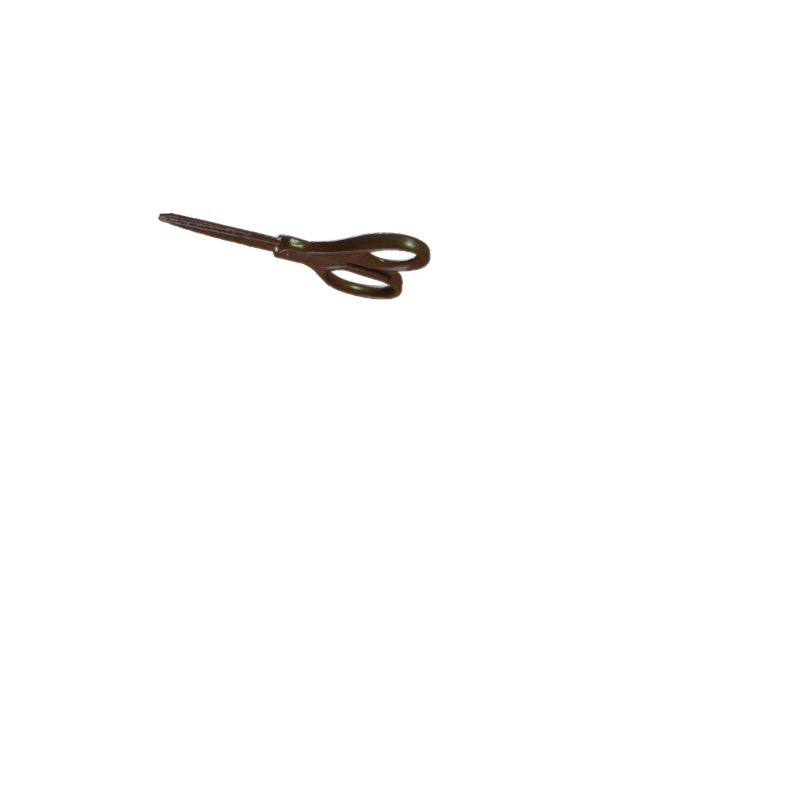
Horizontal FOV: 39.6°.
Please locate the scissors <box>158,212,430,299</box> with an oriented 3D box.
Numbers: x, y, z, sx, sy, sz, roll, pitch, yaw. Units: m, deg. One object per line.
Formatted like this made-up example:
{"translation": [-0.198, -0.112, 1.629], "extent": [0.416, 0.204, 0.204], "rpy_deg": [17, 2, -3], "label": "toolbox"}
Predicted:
{"translation": [-0.061, -0.112, 0.781], "extent": [0.190, 0.017, 0.097], "rpy_deg": [20, -29, -41], "label": "scissors"}
